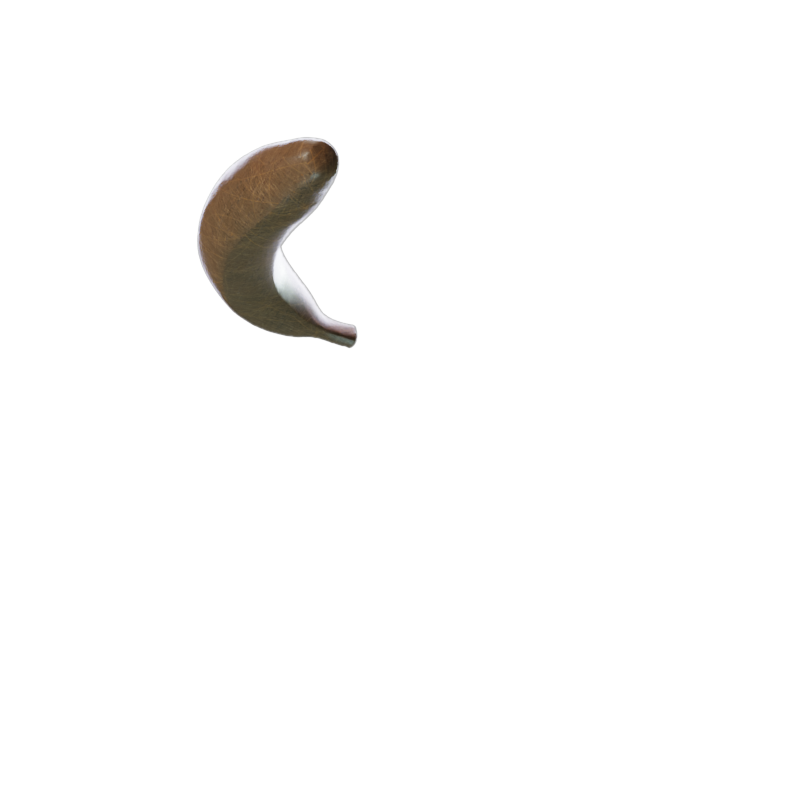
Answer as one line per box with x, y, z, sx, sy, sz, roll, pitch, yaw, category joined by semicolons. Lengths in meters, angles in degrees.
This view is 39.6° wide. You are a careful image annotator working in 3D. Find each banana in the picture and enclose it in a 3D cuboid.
-0.057;-0.069;0.494;0.070;0.038;0.188;-1;-16;1;banana
